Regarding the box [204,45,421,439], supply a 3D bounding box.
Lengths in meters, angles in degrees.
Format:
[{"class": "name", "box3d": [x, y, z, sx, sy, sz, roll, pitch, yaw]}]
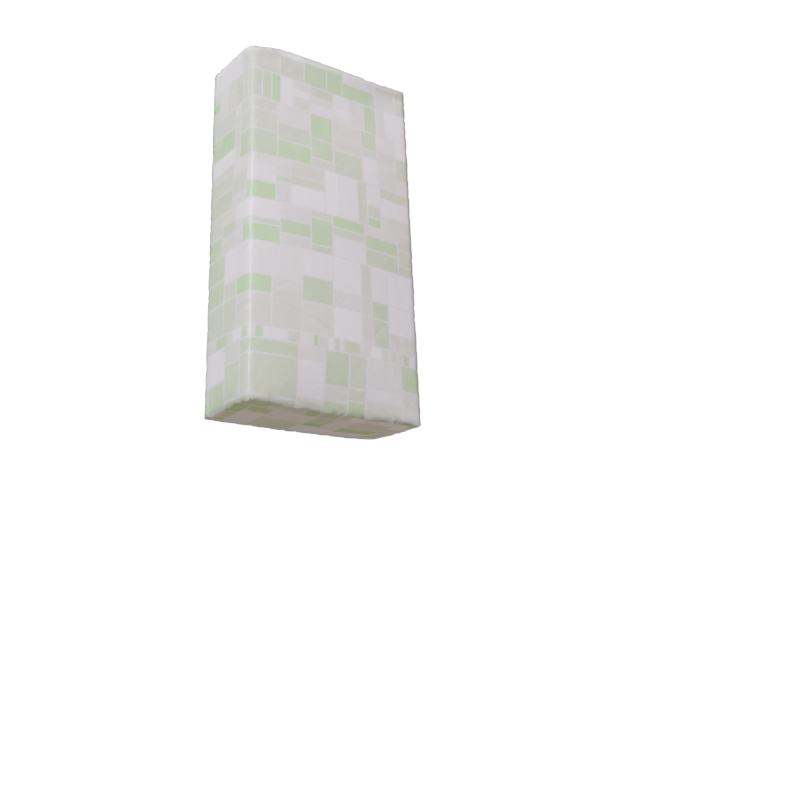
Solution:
[{"class": "box", "box3d": [-0.041, -0.075, 0.522, 0.089, 0.185, 0.048, 11, -24, -32]}]
